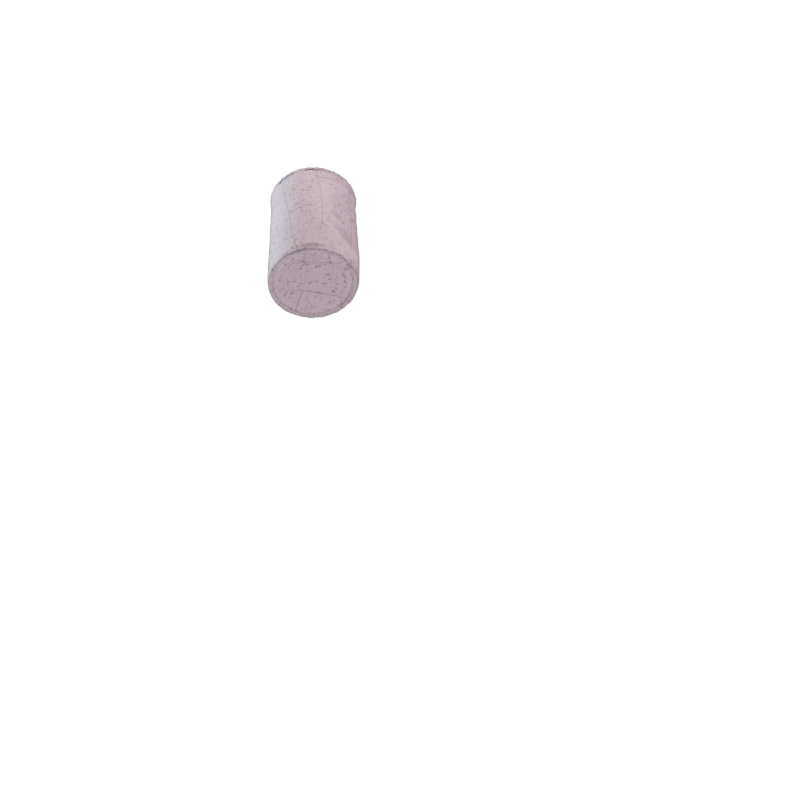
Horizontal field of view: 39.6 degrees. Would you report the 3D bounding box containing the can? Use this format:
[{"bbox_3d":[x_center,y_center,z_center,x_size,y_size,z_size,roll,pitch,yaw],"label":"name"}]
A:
[{"bbox_3d":[-0.066,-0.120,0.838,0.068,0.064,0.110,-1,42,-3],"label":"can"}]
